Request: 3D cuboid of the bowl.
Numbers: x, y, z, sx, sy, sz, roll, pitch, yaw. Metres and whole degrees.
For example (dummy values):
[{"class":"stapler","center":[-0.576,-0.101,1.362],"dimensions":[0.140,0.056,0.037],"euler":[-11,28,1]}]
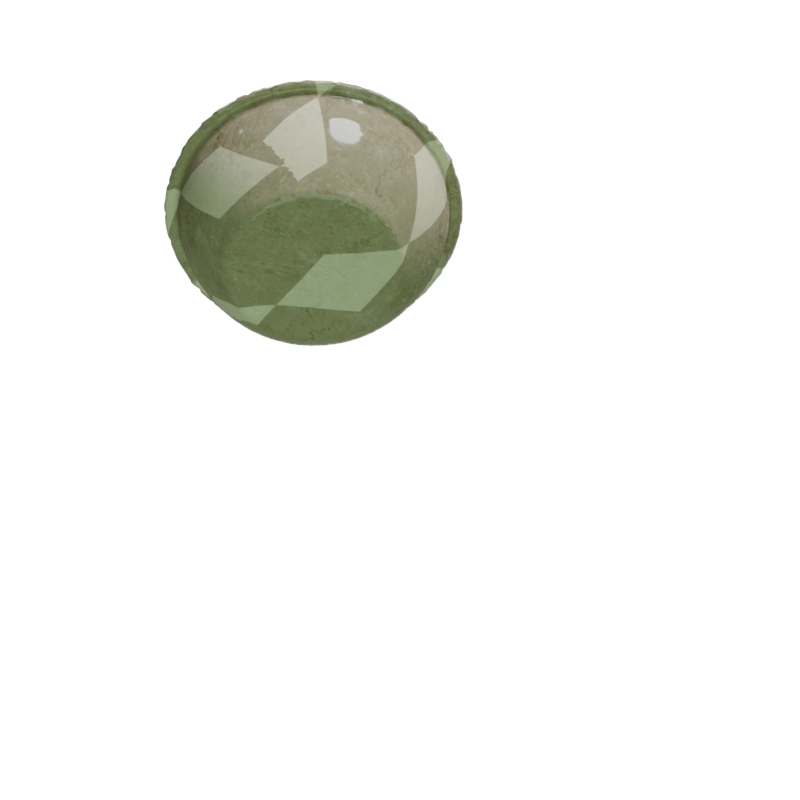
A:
[{"class":"bowl","center":[-0.046,-0.083,0.582],"dimensions":[0.162,0.152,0.059],"euler":[1,35,-1]}]
